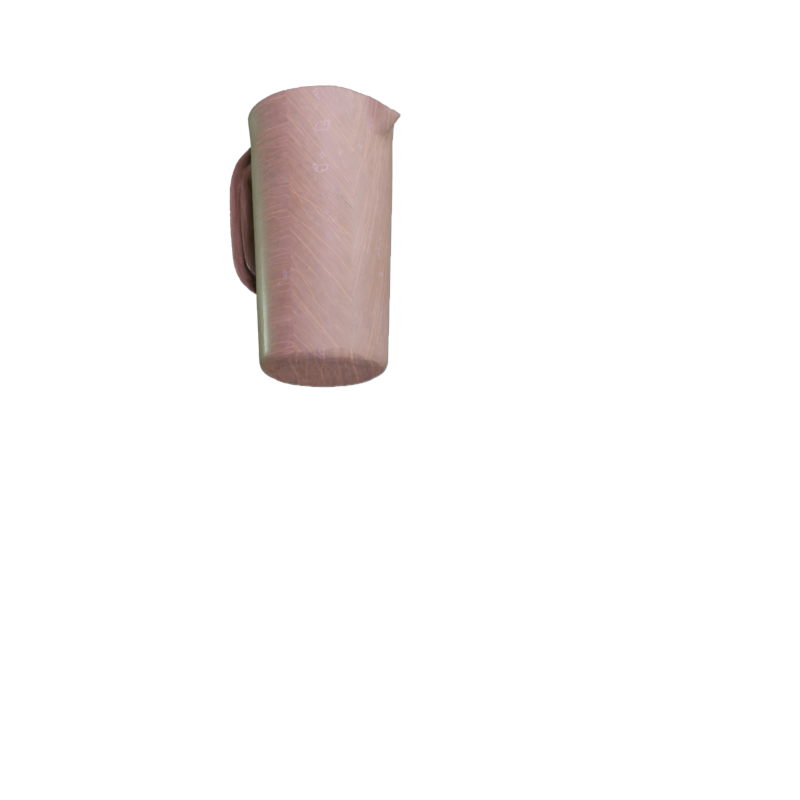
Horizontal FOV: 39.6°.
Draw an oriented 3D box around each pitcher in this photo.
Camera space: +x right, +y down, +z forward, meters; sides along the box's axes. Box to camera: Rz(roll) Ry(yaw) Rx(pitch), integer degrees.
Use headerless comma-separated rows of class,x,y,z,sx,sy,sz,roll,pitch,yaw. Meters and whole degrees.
pitcher,-0.076,-0.138,0.969,0.143,0.254,0.144,2,-18,-8
